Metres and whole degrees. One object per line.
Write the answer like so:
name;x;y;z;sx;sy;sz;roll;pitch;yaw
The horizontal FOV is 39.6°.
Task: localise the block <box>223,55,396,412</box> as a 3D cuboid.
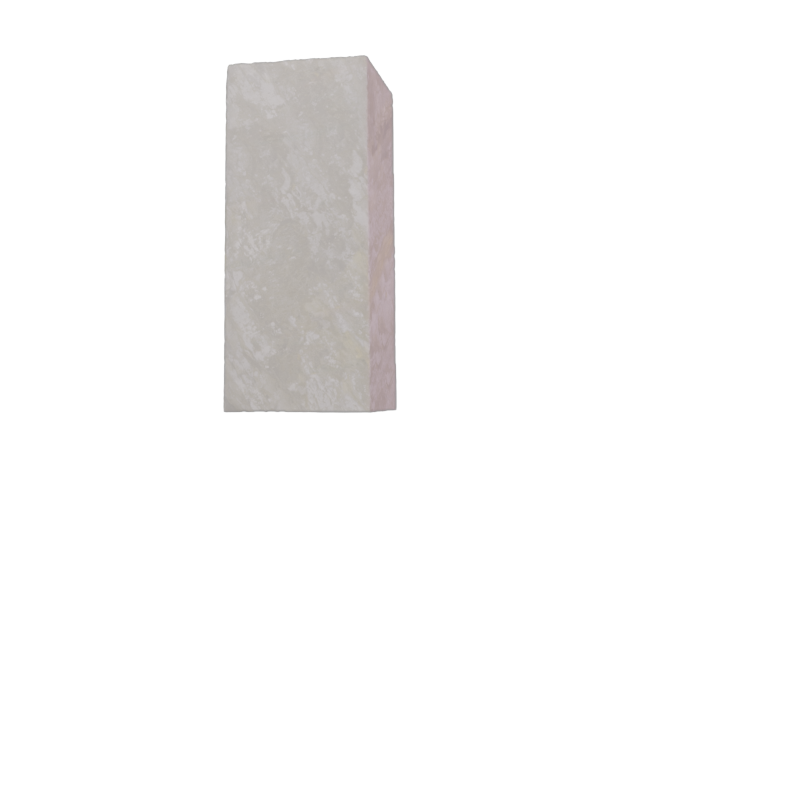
block;-0.054;-0.097;0.683;0.091;0.210;0.088;-2;-6;11
